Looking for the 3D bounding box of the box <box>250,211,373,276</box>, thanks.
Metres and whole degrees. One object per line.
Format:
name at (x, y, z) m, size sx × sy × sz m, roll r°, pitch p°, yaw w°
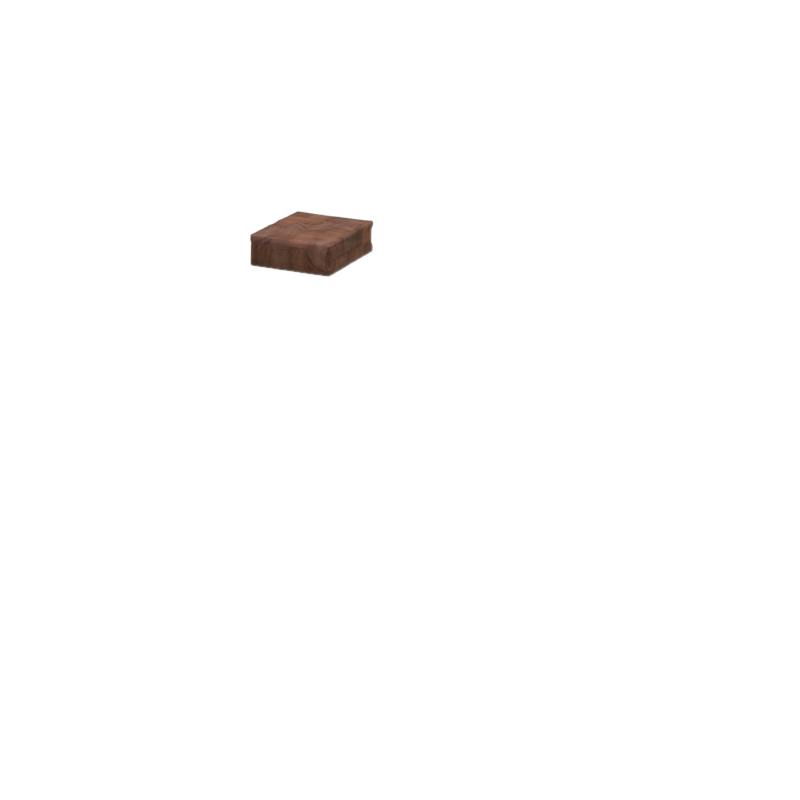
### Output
box at (-0.072, -0.132, 0.924) m, size 0.076 × 0.029 × 0.090 m, roll 10°, pitch 25°, yaw 22°
